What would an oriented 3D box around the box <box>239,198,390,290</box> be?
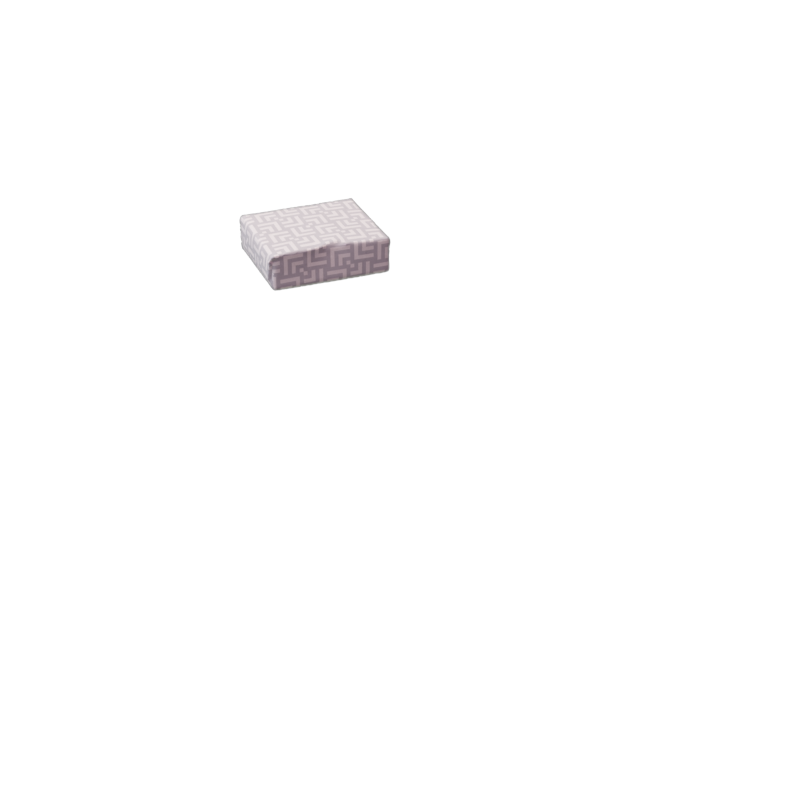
[{"bbox_3d":[-0.061,-0.112,0.783,0.088,0.028,0.079,-11,33,-18],"label":"box"}]
